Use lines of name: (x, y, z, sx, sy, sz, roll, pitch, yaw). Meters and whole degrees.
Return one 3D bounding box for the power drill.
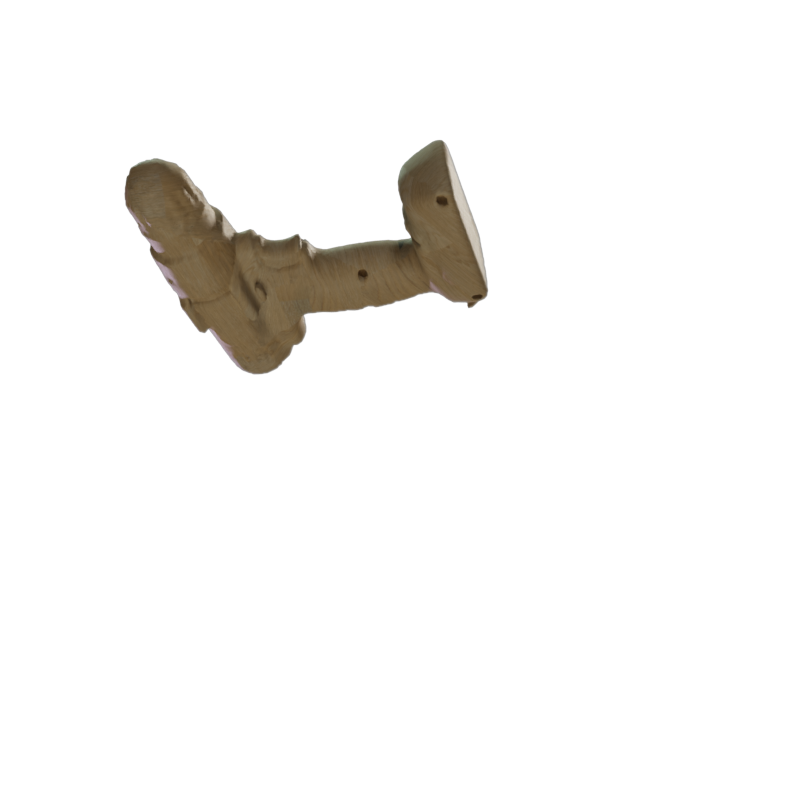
power drill: (-0.052, -0.095, 0.668, 0.190, 0.061, 0.170, -12, -38, 15)
